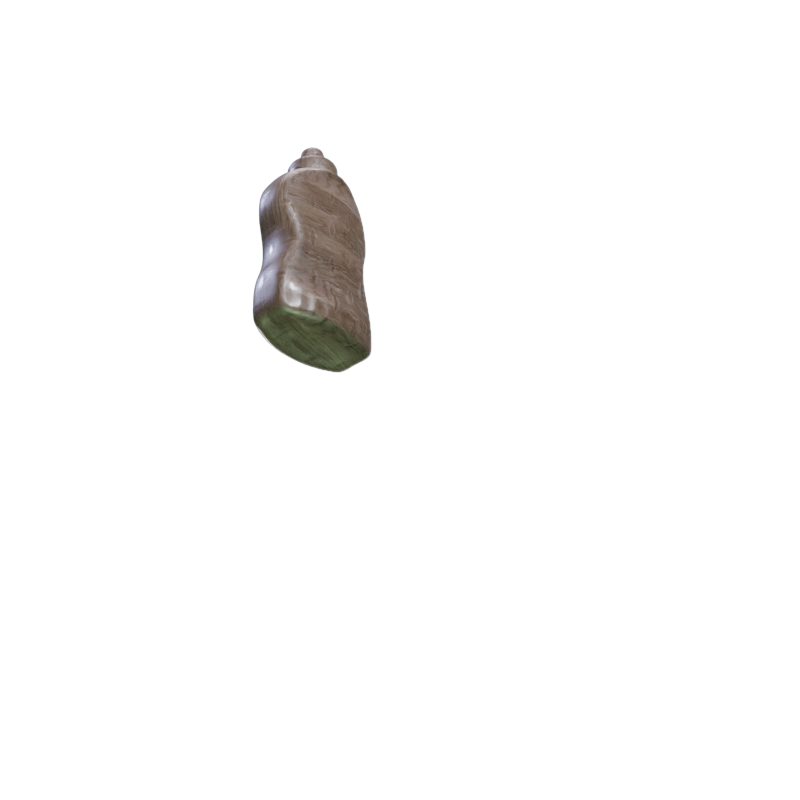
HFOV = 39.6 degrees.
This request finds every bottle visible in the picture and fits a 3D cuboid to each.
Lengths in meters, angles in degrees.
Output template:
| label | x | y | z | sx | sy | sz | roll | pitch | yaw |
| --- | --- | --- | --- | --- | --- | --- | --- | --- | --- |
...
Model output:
| label | x | y | z | sx | sy | sz | roll | pitch | yaw |
| --- | --- | --- | --- | --- | --- | --- | --- | --- | --- |
| bottle | -0.067 | -0.122 | 0.856 | 0.090 | 0.205 | 0.058 | 29 | -47 | -35 |
